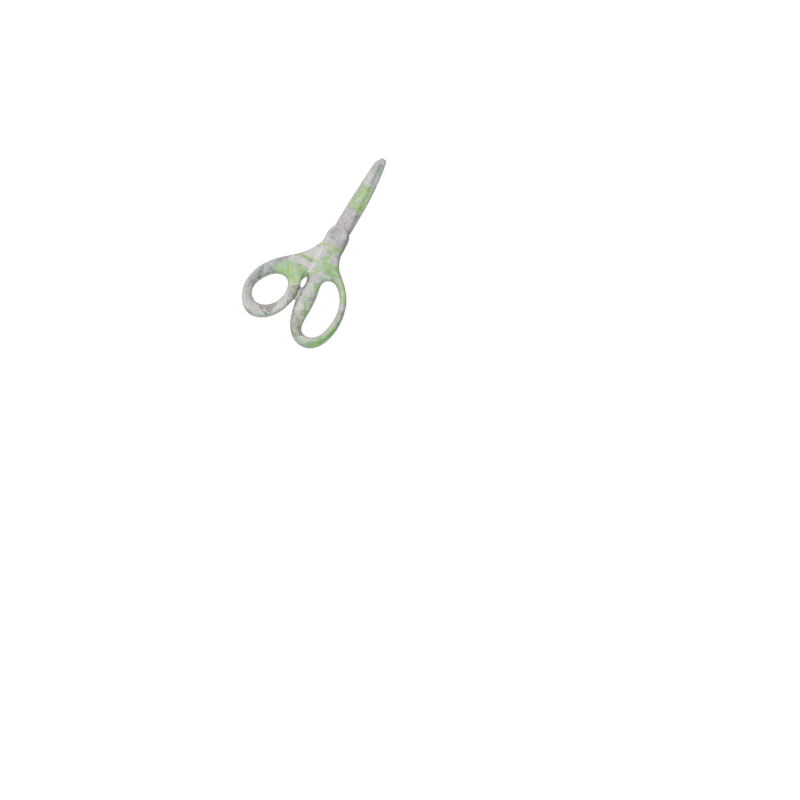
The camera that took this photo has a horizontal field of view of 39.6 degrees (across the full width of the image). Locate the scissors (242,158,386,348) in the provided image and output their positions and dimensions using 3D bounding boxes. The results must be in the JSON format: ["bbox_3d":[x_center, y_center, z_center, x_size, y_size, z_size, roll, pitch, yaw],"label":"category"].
[{"bbox_3d":[-0.074,-0.136,0.950,0.097,0.213,0.015,7,-32,4],"label":"scissors"}]
